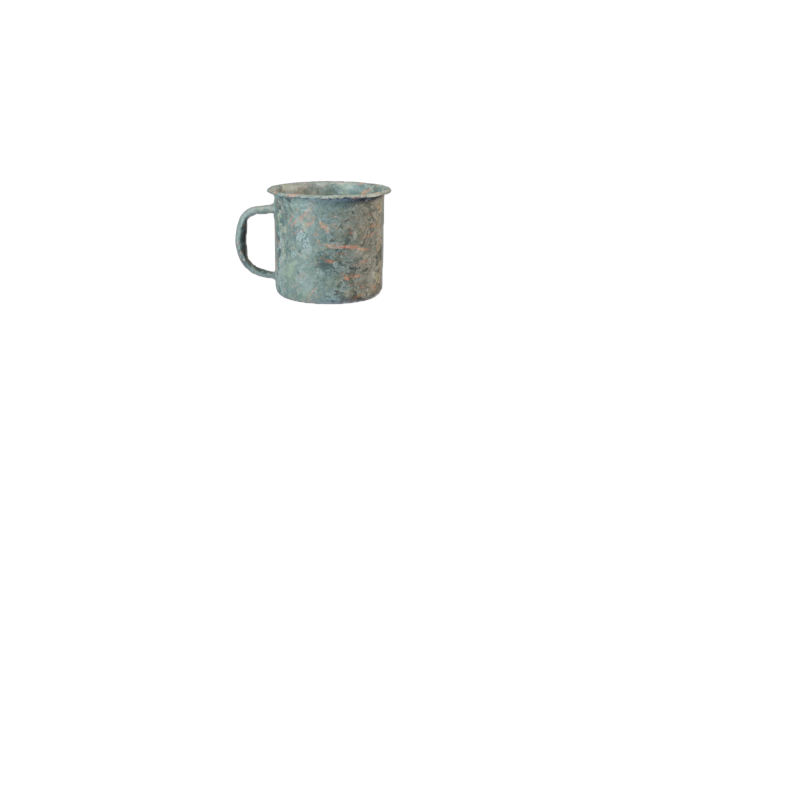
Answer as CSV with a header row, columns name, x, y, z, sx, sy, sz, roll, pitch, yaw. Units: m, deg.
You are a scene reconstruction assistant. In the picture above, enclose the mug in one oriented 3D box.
name,x,y,z,sx,sy,sz,roll,pitch,yaw
mug,-0.065,-0.119,0.834,0.116,0.079,0.097,-2,15,-9
